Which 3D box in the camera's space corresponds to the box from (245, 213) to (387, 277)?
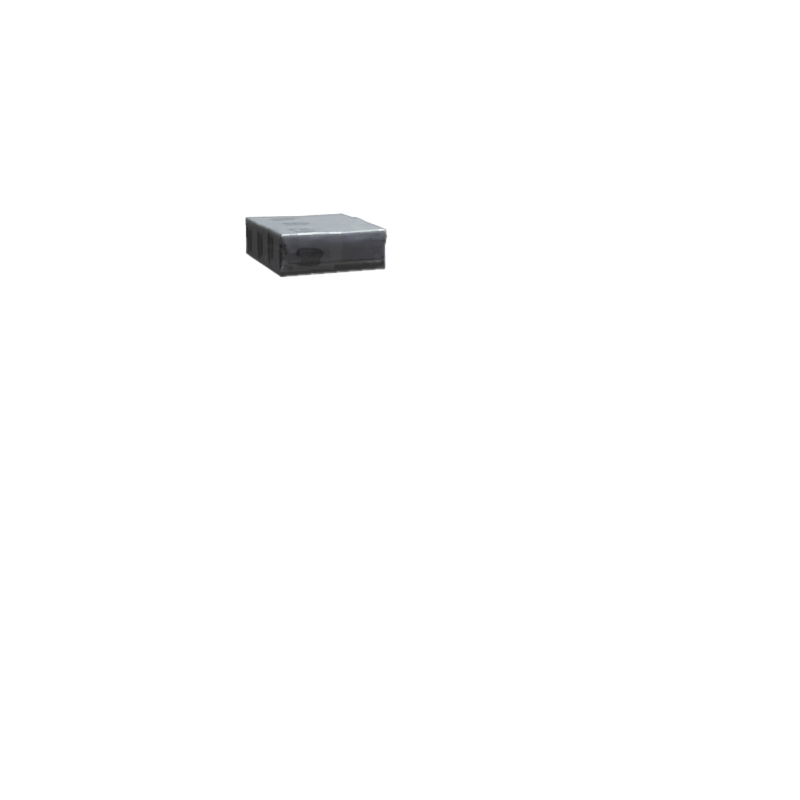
[{"bbox_3d":[-0.058,-0.107,0.747,0.072,0.029,0.094,-6,17,-20],"label":"box"}]
